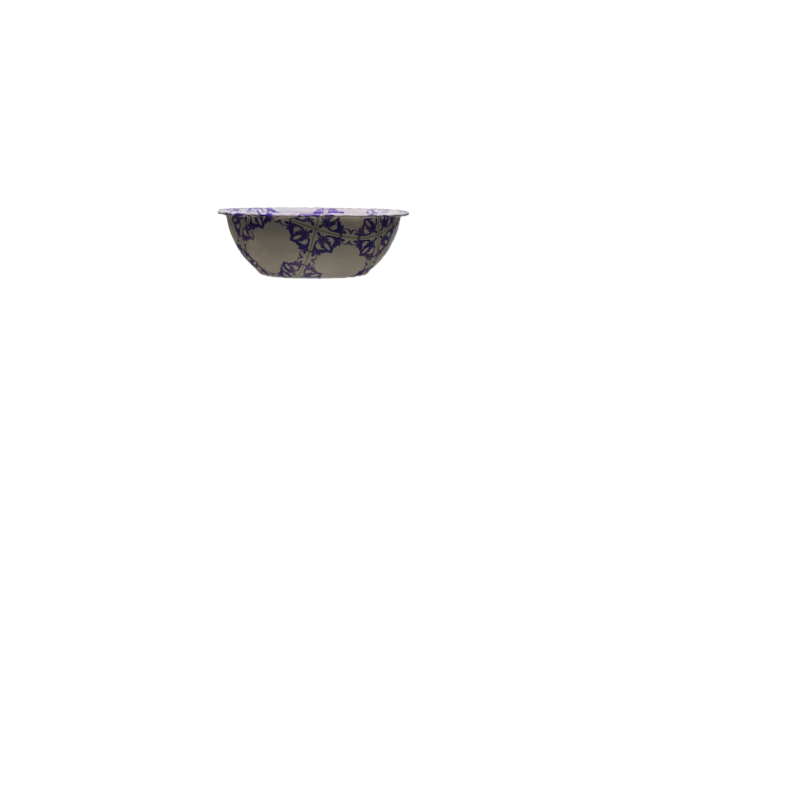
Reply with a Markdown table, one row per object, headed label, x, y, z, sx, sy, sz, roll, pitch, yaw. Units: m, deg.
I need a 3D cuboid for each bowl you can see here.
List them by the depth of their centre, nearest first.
| label | x | y | z | sx | sy | sz | roll | pitch | yaw |
| --- | --- | --- | --- | --- | --- | --- | --- | --- | --- |
| bowl | -0.073 | -0.134 | 0.936 | 0.162 | 0.054 | 0.165 | 0 | 11 | -2 |
